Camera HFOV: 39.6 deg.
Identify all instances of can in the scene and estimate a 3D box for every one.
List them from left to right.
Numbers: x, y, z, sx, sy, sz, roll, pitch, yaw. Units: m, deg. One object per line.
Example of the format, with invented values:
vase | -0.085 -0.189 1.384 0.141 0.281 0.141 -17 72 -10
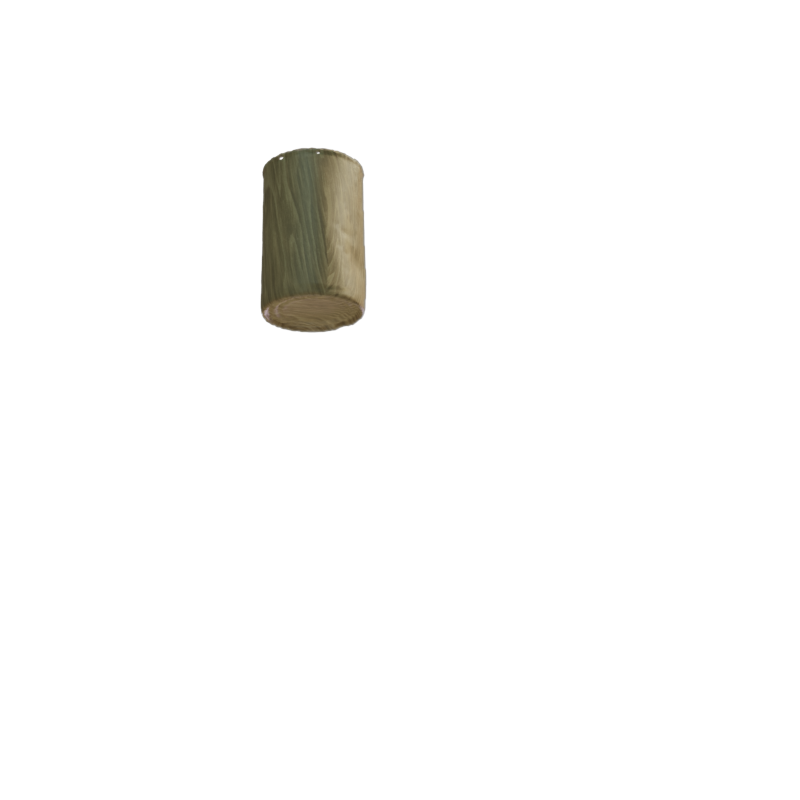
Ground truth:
can | -0.056 -0.103 0.719 0.068 0.108 0.065 0 -22 -2
